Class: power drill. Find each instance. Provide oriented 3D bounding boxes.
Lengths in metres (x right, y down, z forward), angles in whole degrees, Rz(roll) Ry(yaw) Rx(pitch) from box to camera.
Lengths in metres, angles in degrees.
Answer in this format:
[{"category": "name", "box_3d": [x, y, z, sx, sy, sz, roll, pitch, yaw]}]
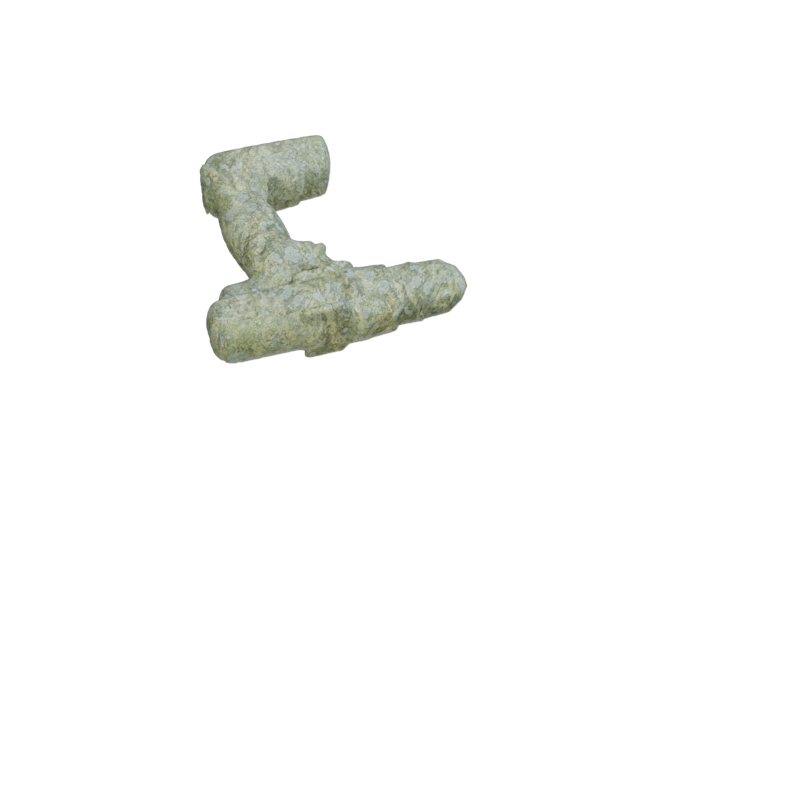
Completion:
[{"category": "power drill", "box_3d": [-0.064, -0.117, 0.817, 0.182, 0.203, 0.053, -12, -42, -12]}]
